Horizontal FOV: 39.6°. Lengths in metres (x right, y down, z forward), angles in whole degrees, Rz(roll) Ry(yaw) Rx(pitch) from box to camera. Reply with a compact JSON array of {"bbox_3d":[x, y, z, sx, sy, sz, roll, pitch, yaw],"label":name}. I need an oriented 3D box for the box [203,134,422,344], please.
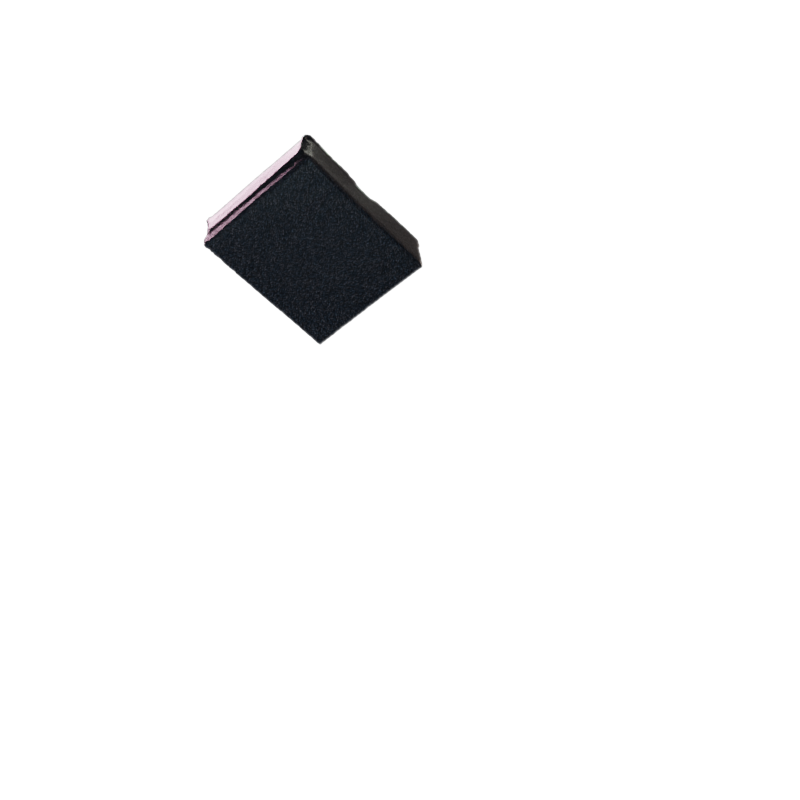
[{"bbox_3d":[-0.045,-0.082,0.572,0.072,0.085,0.032,-38,25,21],"label":"box"}]
